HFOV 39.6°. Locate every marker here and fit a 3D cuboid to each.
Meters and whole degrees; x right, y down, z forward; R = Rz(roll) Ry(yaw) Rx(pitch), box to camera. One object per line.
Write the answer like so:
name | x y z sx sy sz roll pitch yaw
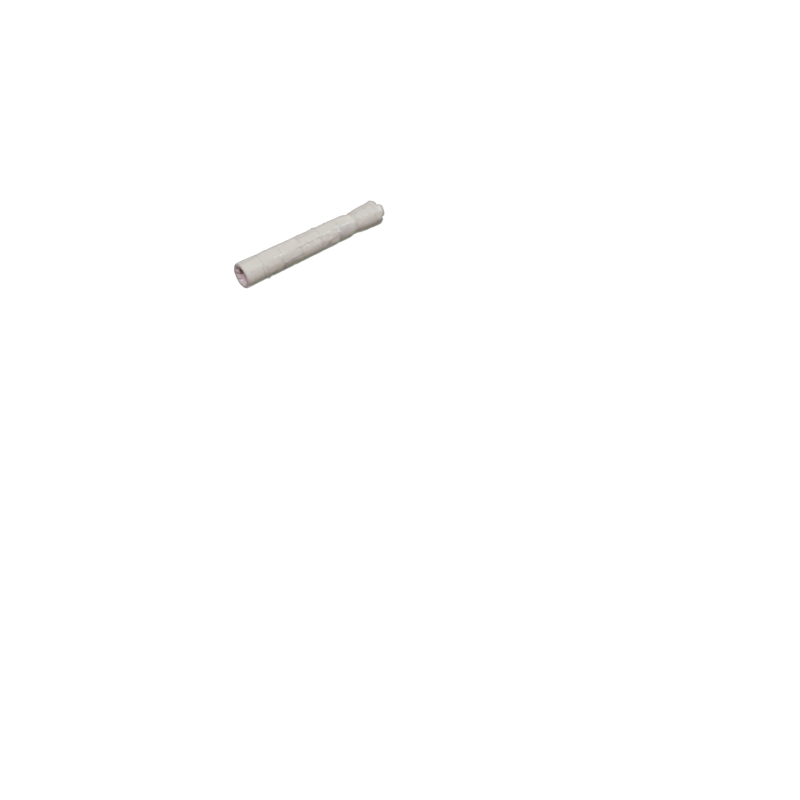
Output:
marker | -0.061 -0.111 0.775 0.121 0.019 0.020 -30 18 -26
